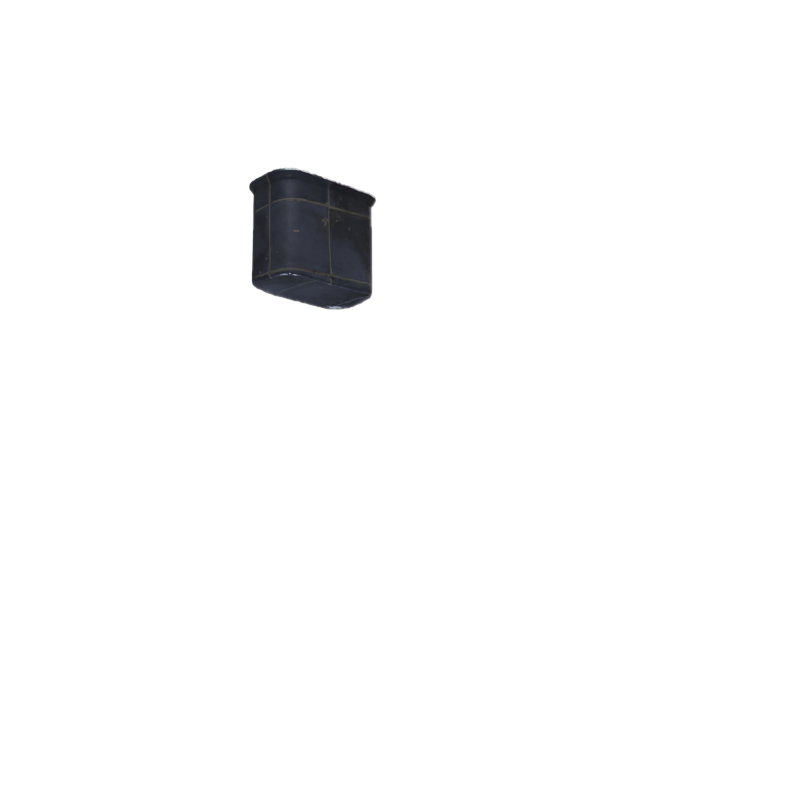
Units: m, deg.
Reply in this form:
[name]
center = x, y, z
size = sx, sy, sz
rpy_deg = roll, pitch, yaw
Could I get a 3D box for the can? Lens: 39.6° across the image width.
[can]
center = -0.067, -0.122, 0.856
size = 0.096, 0.088, 0.058
rpy_deg = 13, -23, -40
